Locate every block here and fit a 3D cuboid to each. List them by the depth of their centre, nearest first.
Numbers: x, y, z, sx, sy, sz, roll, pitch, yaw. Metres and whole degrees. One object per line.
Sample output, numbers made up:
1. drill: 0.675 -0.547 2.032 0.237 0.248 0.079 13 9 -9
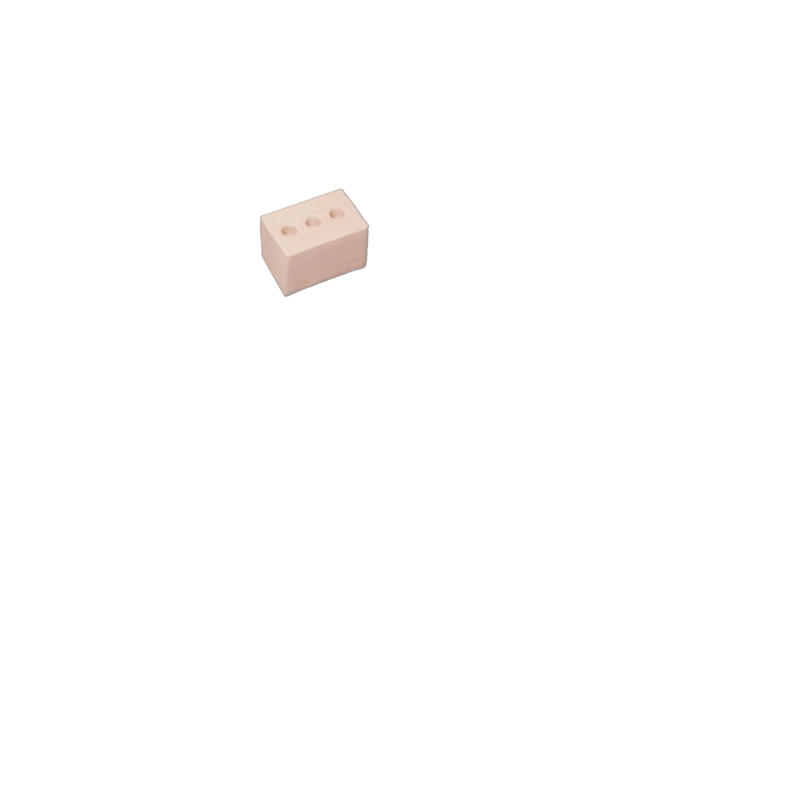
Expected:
1. block: -0.072 -0.132 0.924 0.077 0.057 0.048 -22 -34 -18
